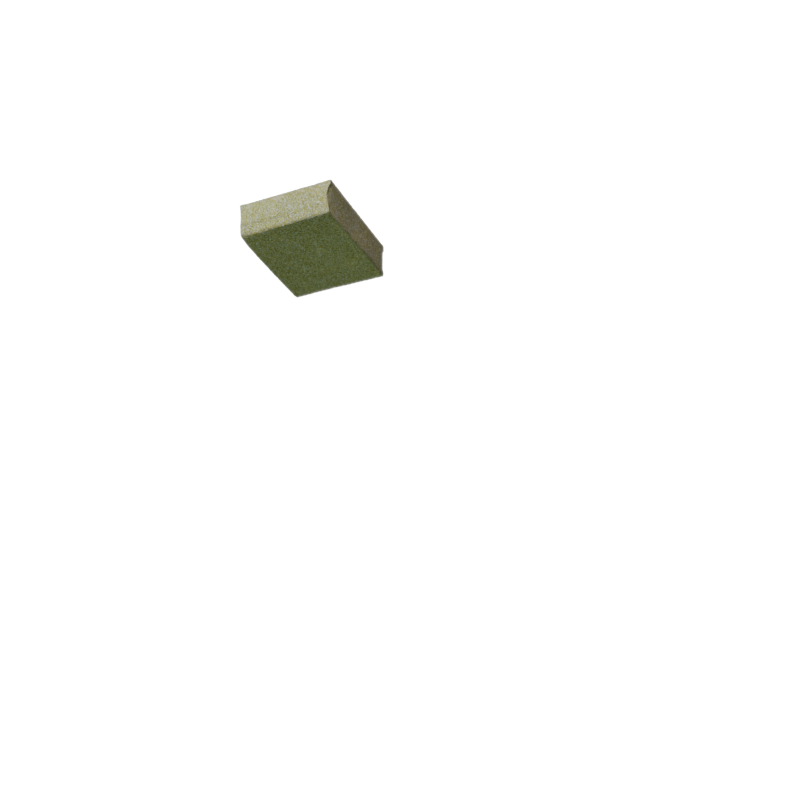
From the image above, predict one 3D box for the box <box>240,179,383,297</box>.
[{"bbox_3d":[-0.077,-0.140,0.978,0.091,0.041,0.105,-13,-31,22],"label":"box"}]
